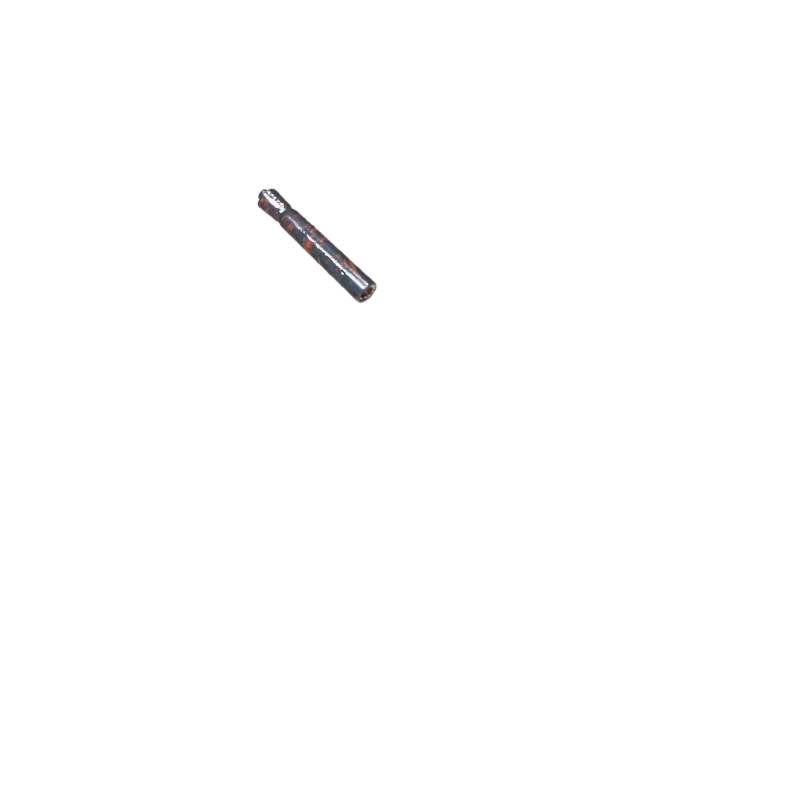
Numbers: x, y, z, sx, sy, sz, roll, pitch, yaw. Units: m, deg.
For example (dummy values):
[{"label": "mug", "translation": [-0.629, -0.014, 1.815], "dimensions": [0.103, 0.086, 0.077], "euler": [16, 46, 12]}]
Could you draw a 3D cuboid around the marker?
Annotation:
[{"label": "marker", "translation": [-0.064, -0.117, 0.818], "dimensions": [0.129, 0.019, 0.019], "euler": [45, 26, 26]}]
